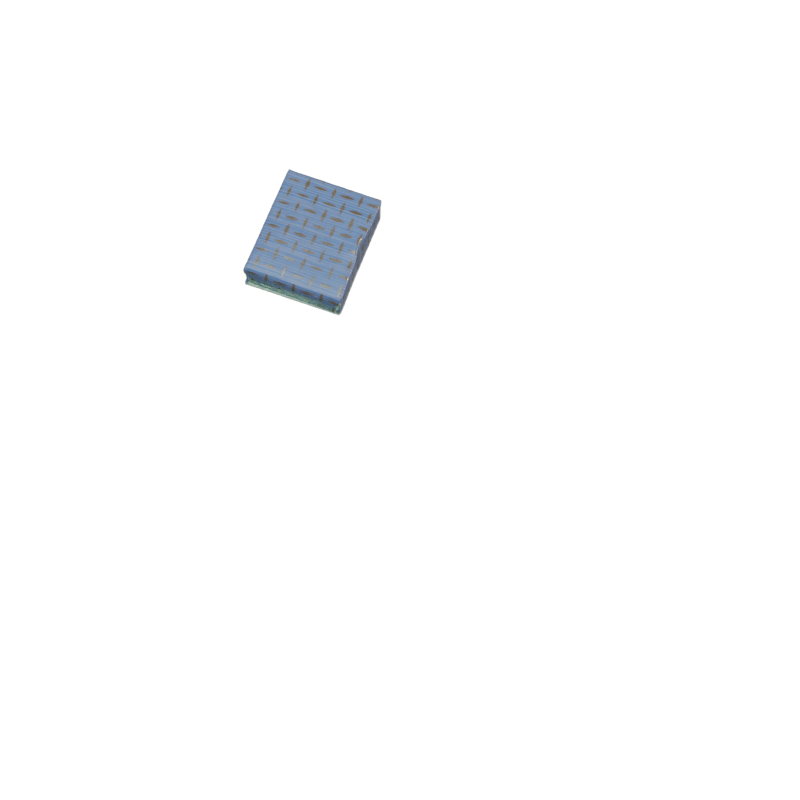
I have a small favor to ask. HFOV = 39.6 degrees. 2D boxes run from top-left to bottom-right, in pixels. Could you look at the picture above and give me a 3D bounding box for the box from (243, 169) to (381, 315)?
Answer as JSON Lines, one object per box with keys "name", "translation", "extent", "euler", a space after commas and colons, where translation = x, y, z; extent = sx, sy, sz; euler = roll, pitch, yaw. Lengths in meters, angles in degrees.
{"name": "box", "translation": [-0.062, -0.113, 0.790], "extent": [0.074, 0.093, 0.028], "euler": [18, -25, 8]}
